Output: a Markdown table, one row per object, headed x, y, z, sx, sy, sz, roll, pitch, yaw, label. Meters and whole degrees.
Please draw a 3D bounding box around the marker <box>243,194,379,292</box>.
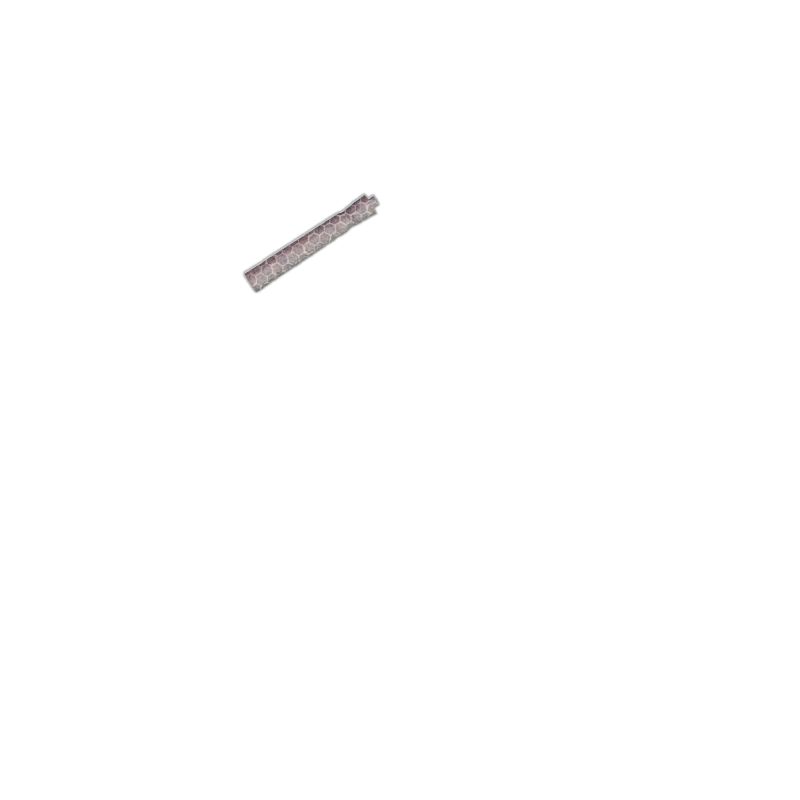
| x | y | z | sx | sy | sz | roll | pitch | yaw | label |
| --- | --- | --- | --- | --- | --- | --- | --- | --- | --- |
| -0.069 | -0.126 | 0.881 | 0.121 | 0.020 | 0.020 | -33 | 6 | -2 | marker |
